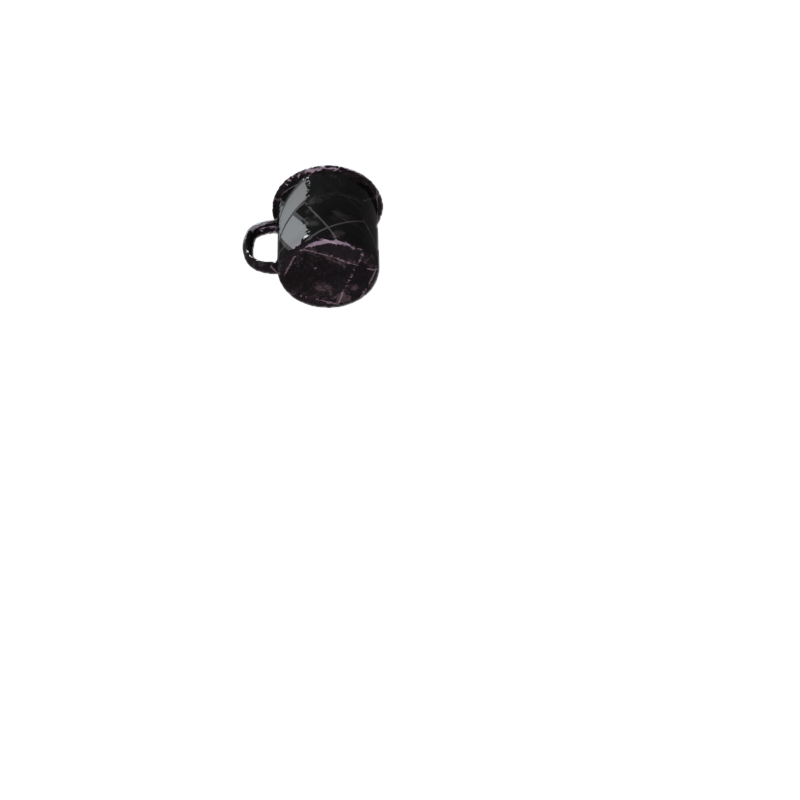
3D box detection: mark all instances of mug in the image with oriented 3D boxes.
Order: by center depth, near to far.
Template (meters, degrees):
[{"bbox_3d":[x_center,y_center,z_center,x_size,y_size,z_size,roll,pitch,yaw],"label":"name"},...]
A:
[{"bbox_3d":[-0.071,-0.129,0.903,0.117,0.087,0.086,-4,-43,3],"label":"mug"}]
